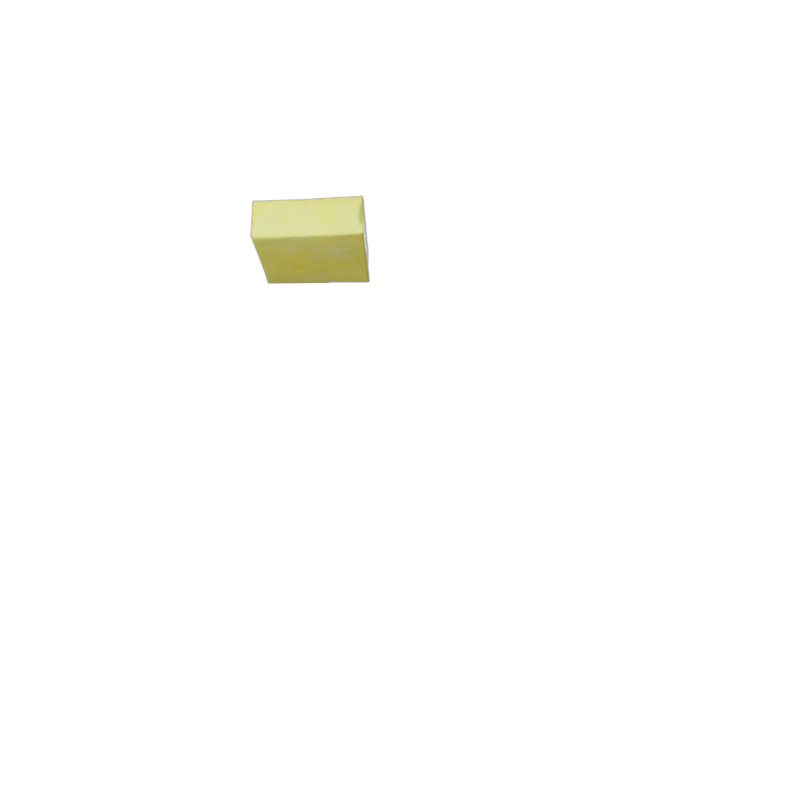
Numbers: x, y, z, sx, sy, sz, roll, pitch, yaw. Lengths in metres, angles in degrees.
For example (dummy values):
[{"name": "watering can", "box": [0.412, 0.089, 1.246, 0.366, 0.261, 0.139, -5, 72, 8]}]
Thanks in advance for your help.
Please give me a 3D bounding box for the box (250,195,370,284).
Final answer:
[{"name": "box", "box": [-0.059, -0.107, 0.748, 0.073, 0.032, 0.085, -1, -16, 3]}]
